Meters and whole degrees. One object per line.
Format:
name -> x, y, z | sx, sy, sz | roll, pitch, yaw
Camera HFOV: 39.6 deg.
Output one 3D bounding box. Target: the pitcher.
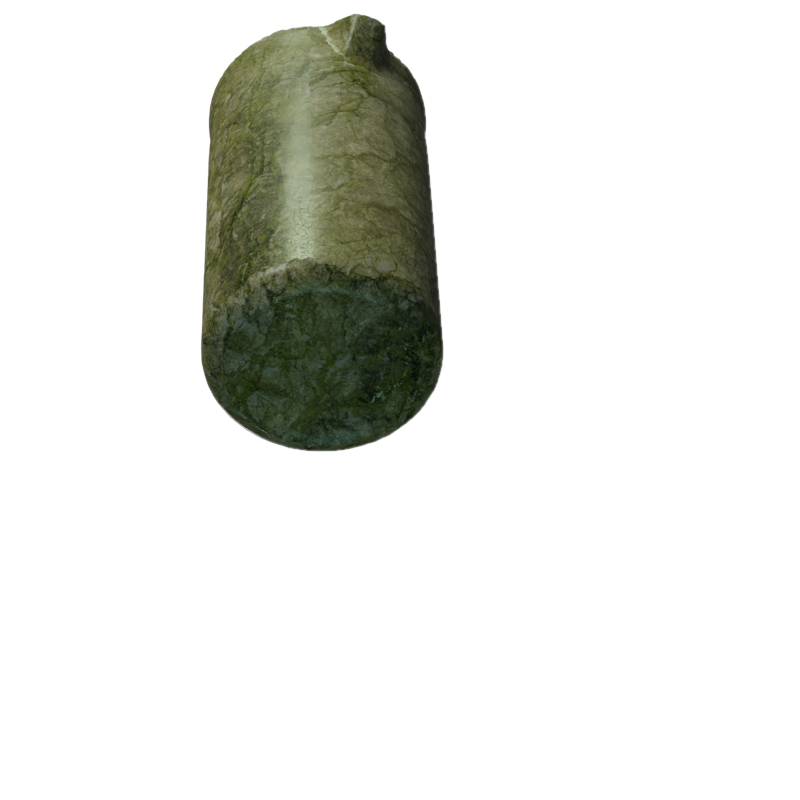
pitcher -> -0.046, -0.084, 0.589 | 0.146, 0.138, 0.260 | -19, 36, 11
